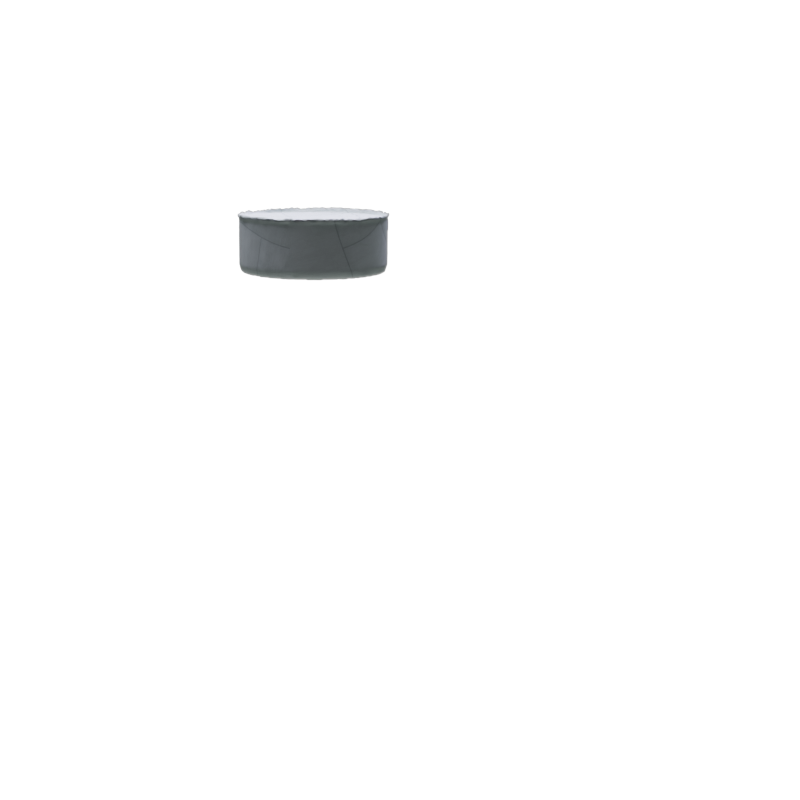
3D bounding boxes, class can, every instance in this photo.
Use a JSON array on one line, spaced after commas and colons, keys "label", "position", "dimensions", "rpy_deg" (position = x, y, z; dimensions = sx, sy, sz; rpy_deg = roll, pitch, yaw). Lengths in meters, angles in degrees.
[{"label": "can", "position": [-0.049, -0.090, 0.632], "dimensions": [0.086, 0.033, 0.088], "rpy_deg": [0, 13, -2]}]
